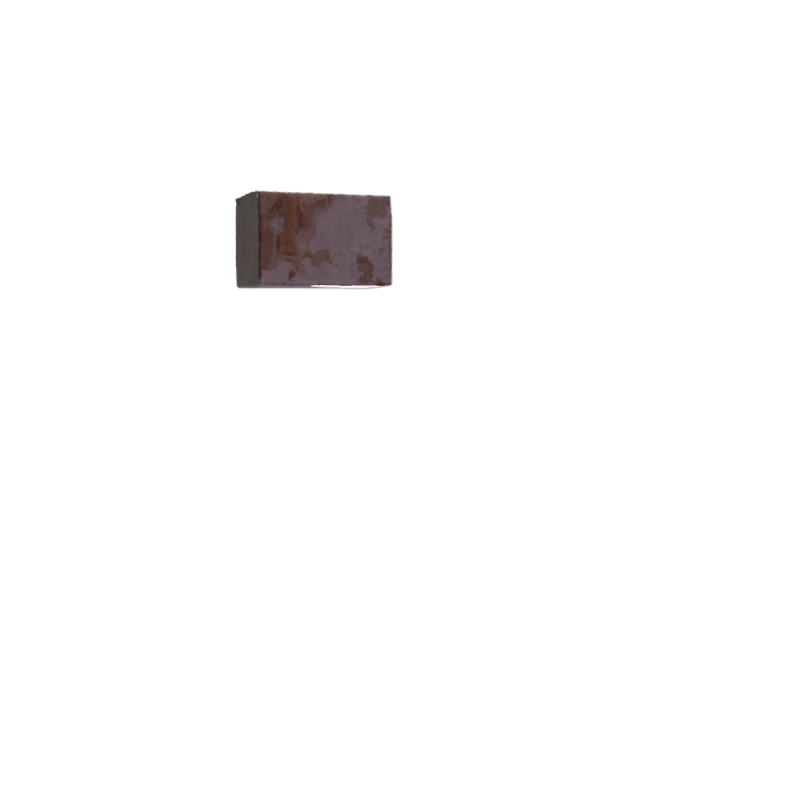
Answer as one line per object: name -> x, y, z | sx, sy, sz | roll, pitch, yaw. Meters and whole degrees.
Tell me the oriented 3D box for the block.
block -> -0.048, -0.088, 0.614 | 0.076, 0.052, 0.054 | -1, 0, -19
